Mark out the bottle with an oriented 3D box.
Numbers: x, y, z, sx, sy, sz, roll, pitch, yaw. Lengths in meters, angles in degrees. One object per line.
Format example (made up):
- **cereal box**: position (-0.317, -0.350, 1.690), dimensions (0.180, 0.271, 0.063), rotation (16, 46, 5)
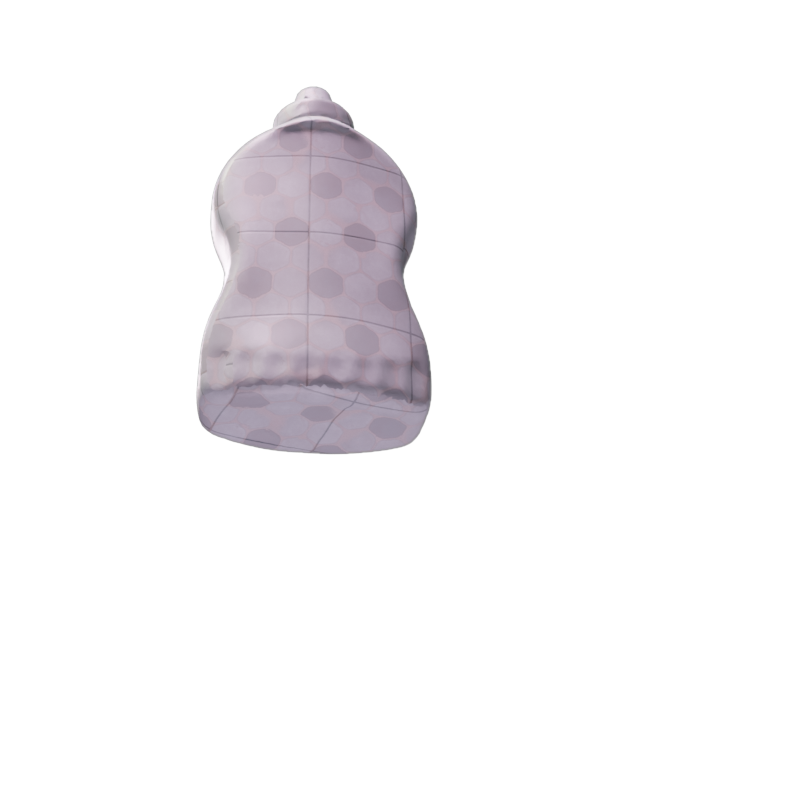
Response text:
- **bottle**: position (-0.040, -0.072, 0.509), dimensions (0.095, 0.205, 0.055), rotation (2, -36, -6)
